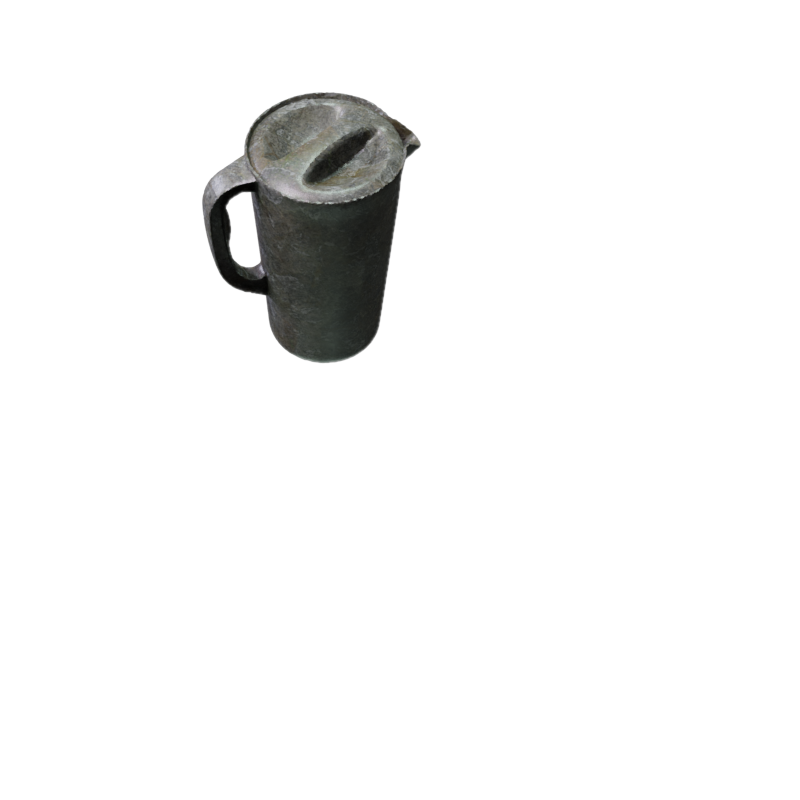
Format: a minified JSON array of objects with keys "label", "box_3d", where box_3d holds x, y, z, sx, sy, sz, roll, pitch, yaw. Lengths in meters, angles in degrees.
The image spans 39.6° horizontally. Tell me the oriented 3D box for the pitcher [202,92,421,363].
[{"label":"pitcher","box_3d":[-0.077,-0.141,0.986,0.154,0.151,0.227,20,-37,12]}]
